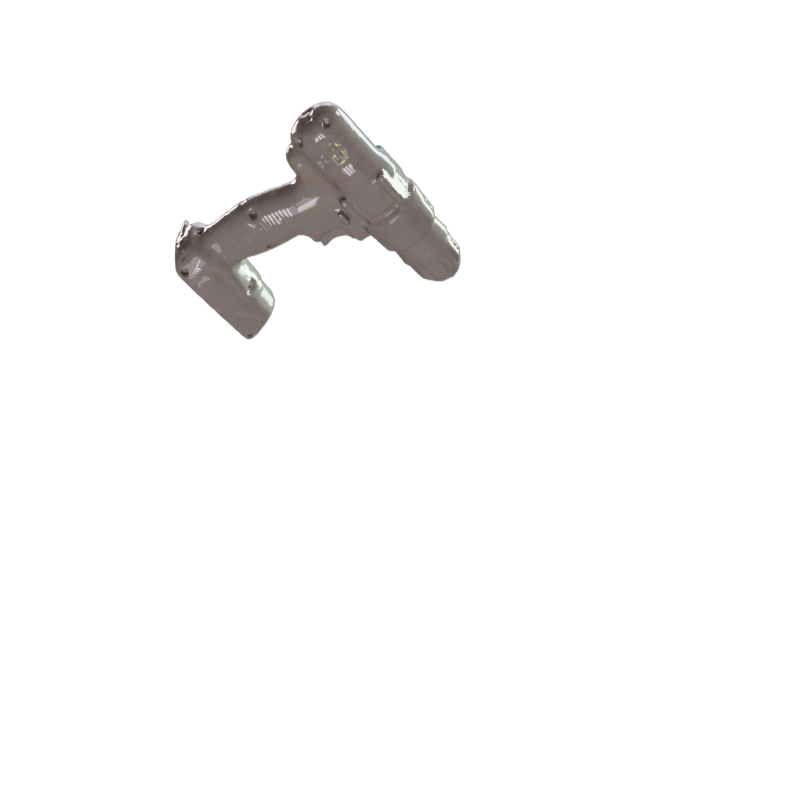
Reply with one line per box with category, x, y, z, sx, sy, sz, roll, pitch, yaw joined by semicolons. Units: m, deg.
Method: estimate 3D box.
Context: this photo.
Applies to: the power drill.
power drill;-0.068;-0.125;0.873;0.187;0.173;0.061;-31;31;21
